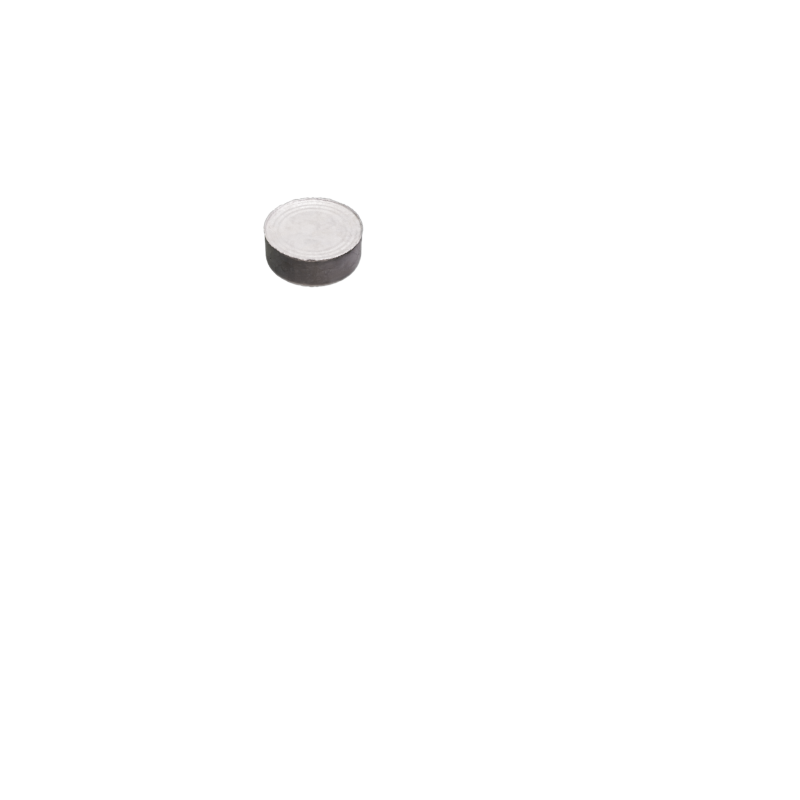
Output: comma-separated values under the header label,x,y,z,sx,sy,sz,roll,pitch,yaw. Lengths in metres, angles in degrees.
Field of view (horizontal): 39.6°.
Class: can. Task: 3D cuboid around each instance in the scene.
label,x,y,z,sx,sy,sz,roll,pitch,yaw
can,-0.076,-0.138,0.965,0.086,0.031,0.092,-1,44,-1
